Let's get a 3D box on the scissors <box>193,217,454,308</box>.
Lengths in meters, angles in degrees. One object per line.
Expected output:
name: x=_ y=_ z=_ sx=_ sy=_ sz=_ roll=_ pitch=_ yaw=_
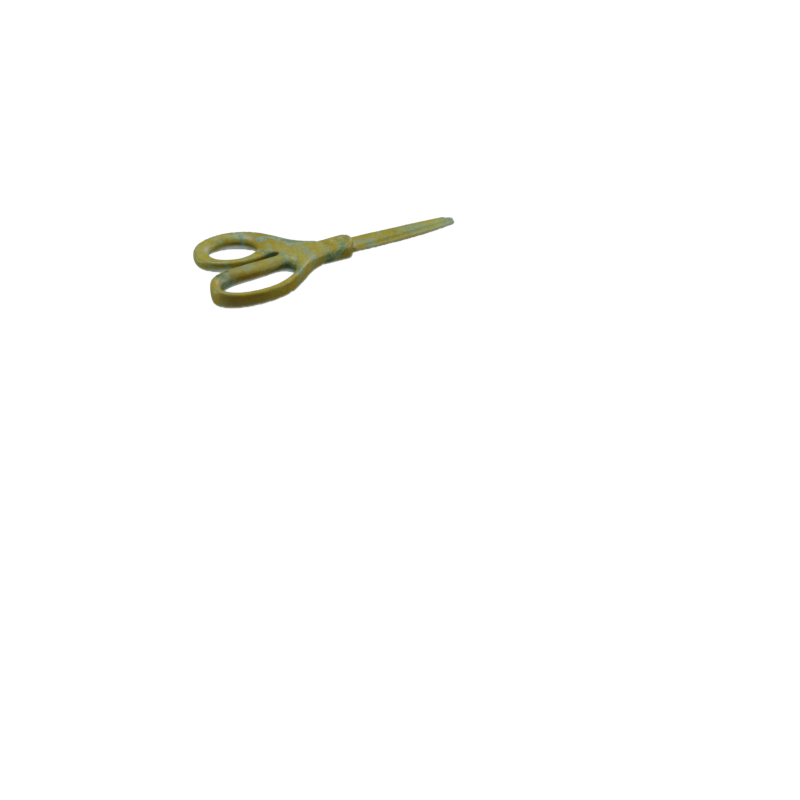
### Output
scissors: x=-0.063 y=-0.115 z=0.805 sx=0.201 sy=0.015 sz=0.103 roll=-29 pitch=44 yaw=-36
